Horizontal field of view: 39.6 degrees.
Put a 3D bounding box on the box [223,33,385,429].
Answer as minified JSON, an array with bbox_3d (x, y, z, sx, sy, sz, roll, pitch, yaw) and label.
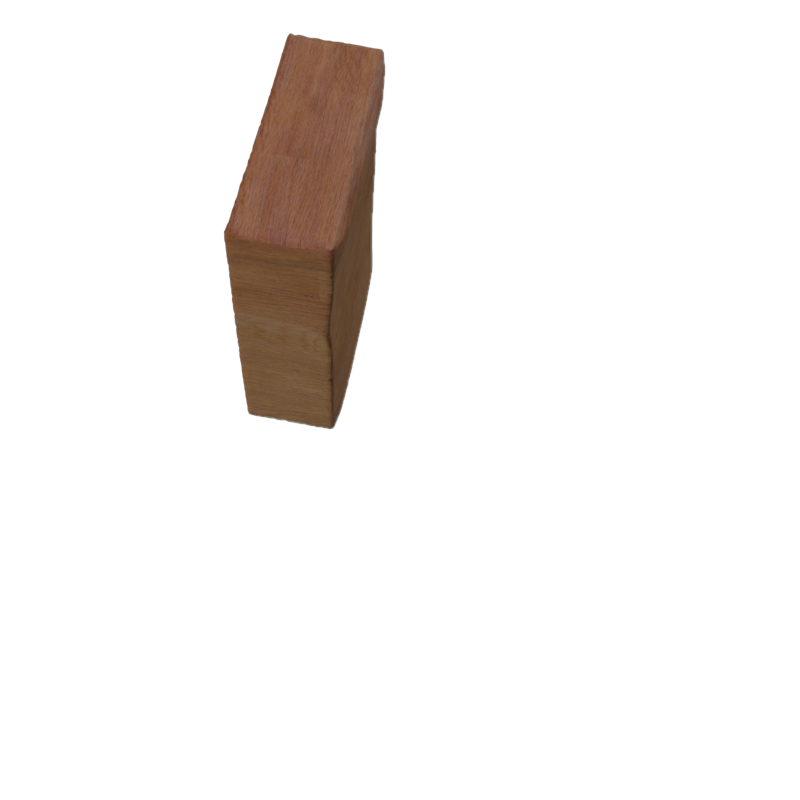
[{"bbox_3d":[-0.057,-0.104,0.730,0.072,0.174,0.200,9,-32,2],"label":"box"}]
